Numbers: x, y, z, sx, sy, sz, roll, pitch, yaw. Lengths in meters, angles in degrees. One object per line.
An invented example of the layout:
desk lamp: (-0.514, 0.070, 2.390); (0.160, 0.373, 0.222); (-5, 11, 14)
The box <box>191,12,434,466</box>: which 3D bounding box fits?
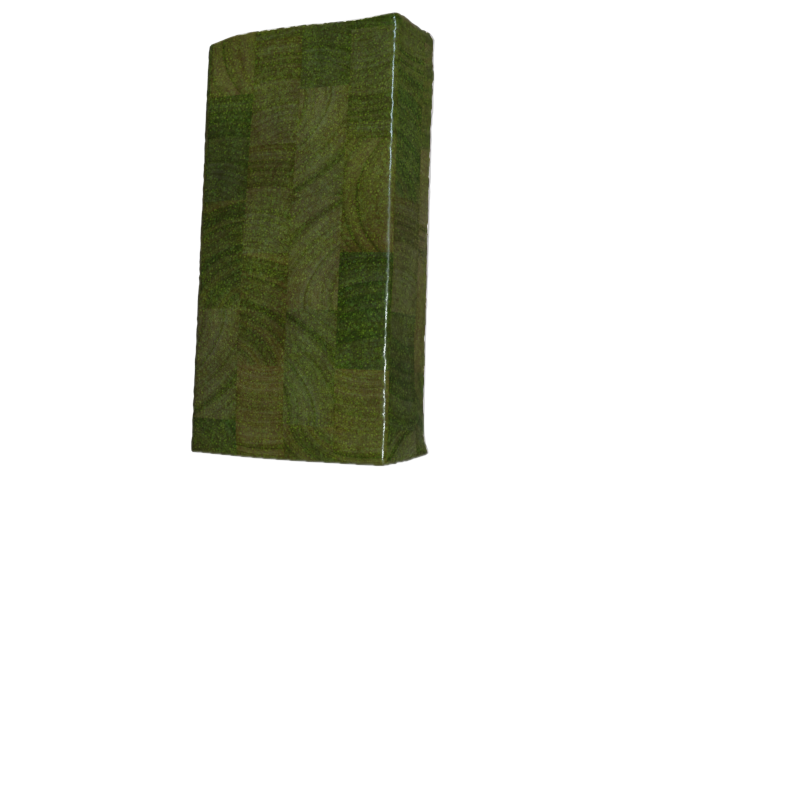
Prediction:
box: (-0.036, -0.066, 0.459); (0.096, 0.178, 0.046); (-2, -5, 28)
